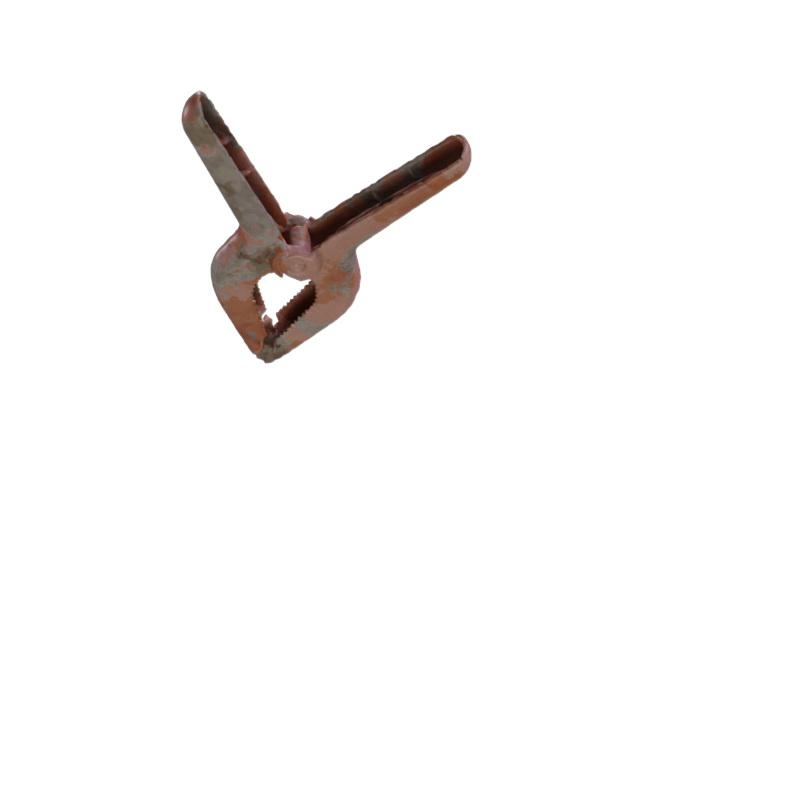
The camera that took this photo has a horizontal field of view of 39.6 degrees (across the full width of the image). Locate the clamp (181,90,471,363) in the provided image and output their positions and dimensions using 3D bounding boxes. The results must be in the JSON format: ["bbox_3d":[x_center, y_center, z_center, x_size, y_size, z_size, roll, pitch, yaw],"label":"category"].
[{"bbox_3d":[-0.053,-0.097,0.678,0.163,0.039,0.197,5,-41,-6],"label":"clamp"}]
